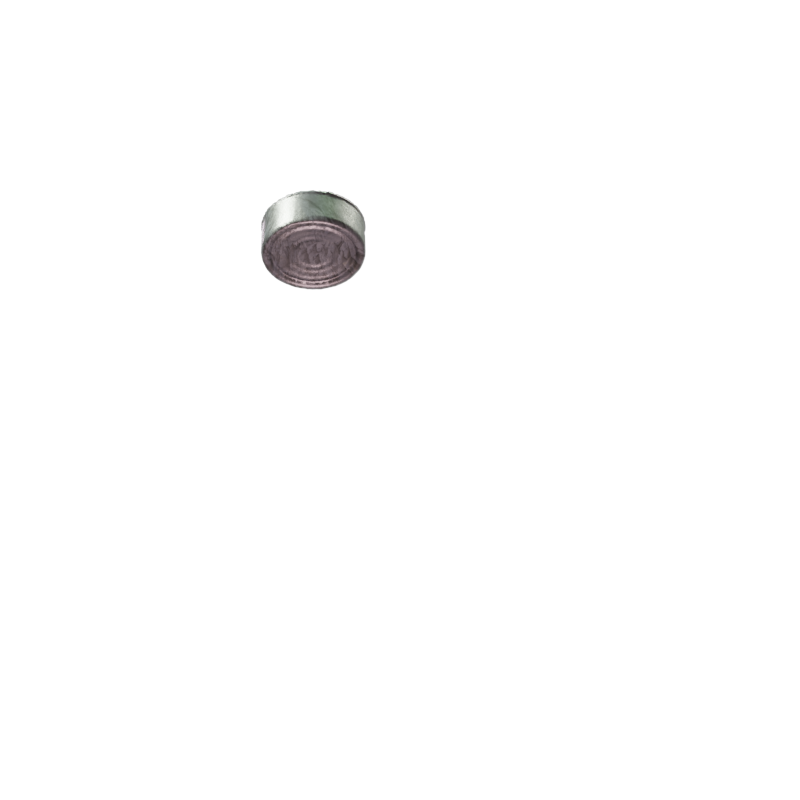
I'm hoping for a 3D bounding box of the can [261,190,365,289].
[{"bbox_3d":[-0.071,-0.129,0.902,0.086,0.036,0.080,1,-38,-2],"label":"can"}]
